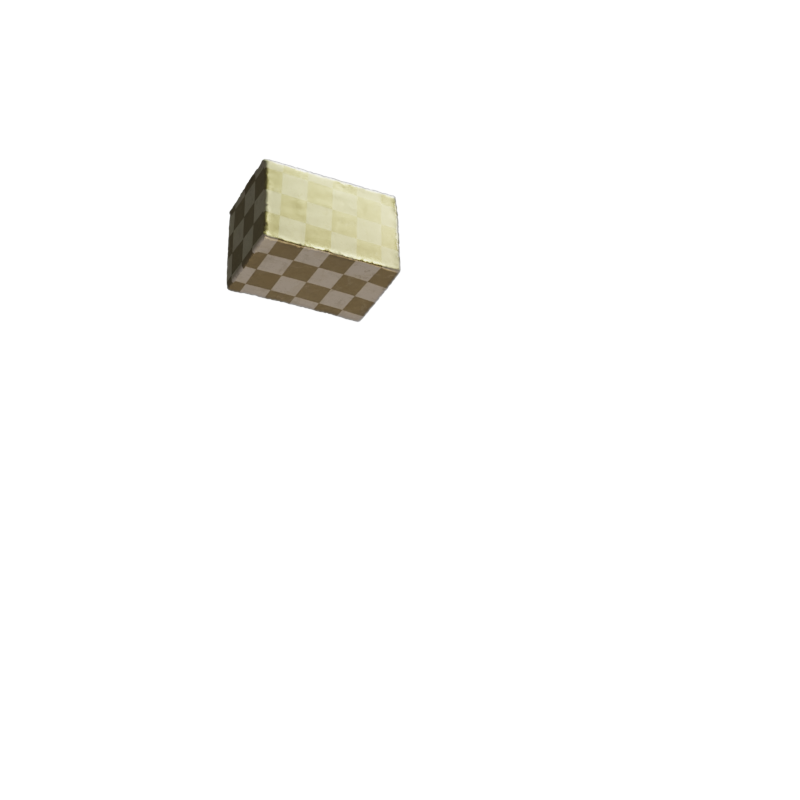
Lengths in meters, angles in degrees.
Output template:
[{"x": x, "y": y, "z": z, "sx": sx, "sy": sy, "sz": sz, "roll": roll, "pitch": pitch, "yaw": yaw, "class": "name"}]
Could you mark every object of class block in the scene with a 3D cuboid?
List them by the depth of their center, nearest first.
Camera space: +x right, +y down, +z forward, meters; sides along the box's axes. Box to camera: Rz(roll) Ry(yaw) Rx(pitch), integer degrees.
[{"x": -0.045, "y": -0.083, "z": 0.579, "sx": 0.075, "sy": 0.055, "sz": 0.051, "roll": 14, "pitch": -36, "yaw": -22, "class": "block"}]
